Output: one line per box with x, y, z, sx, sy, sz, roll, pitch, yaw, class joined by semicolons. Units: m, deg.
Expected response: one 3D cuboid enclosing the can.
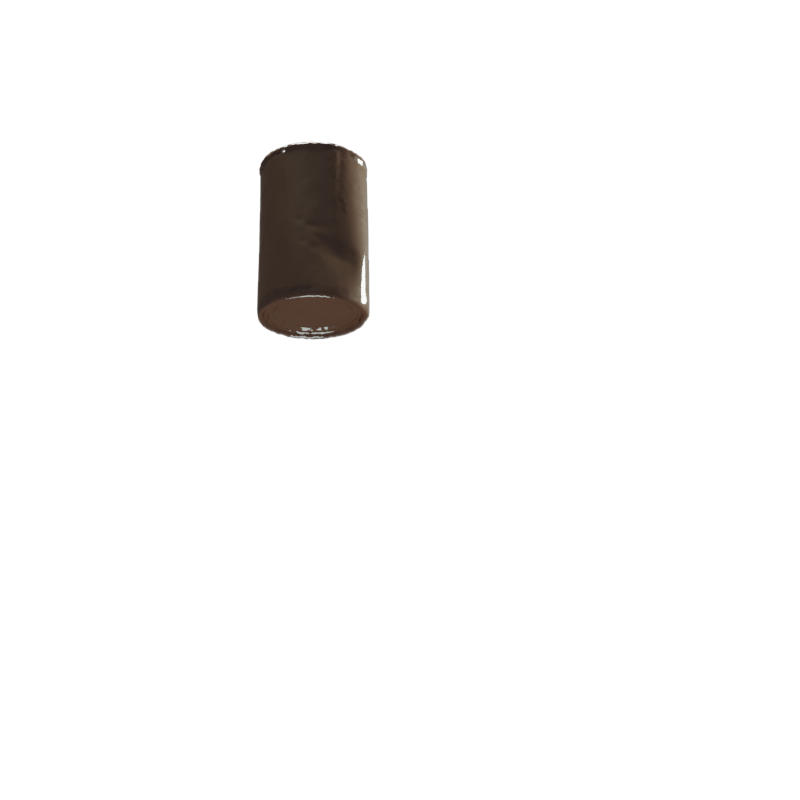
-0.053;-0.096;0.674;0.068;0.108;0.065;0;-24;-2;can
